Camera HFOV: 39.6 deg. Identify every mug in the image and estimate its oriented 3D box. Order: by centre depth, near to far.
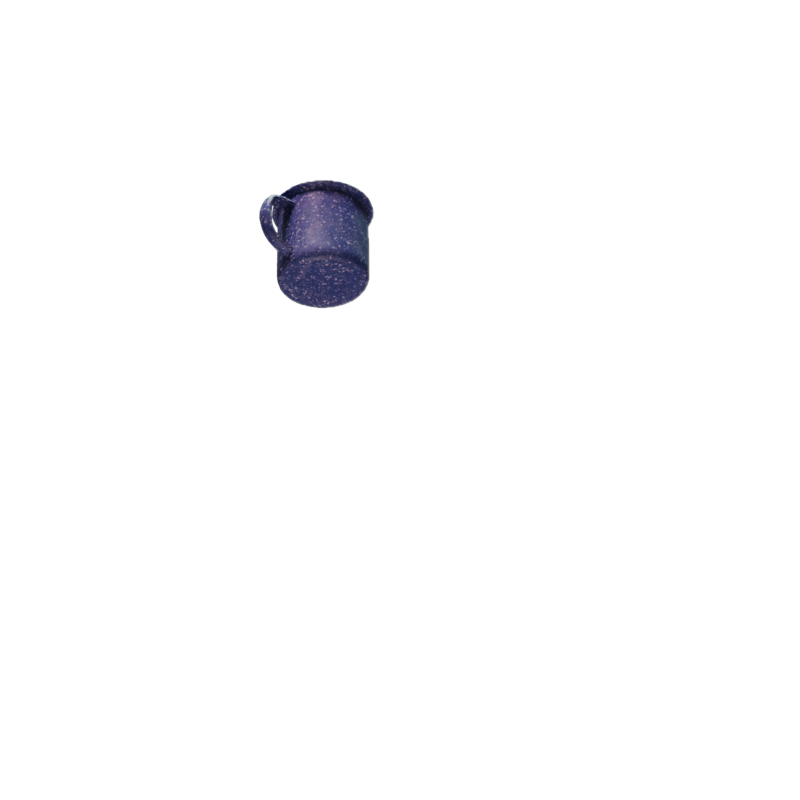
[{"bbox_3d":[-0.077,-0.141,0.985,0.093,0.087,0.110,-29,-43,34],"label":"mug"}]
